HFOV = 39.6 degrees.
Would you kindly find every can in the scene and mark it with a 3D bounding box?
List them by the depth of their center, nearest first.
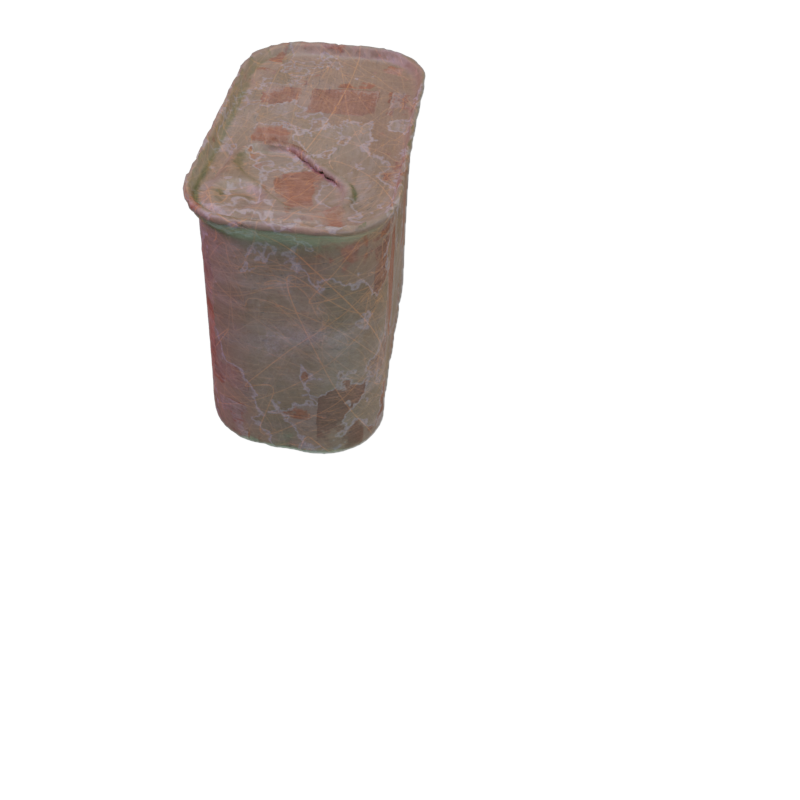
[{"bbox_3d":[-0.026,-0.048,0.337,0.058,0.078,0.108,6,40,4],"label":"can"}]
